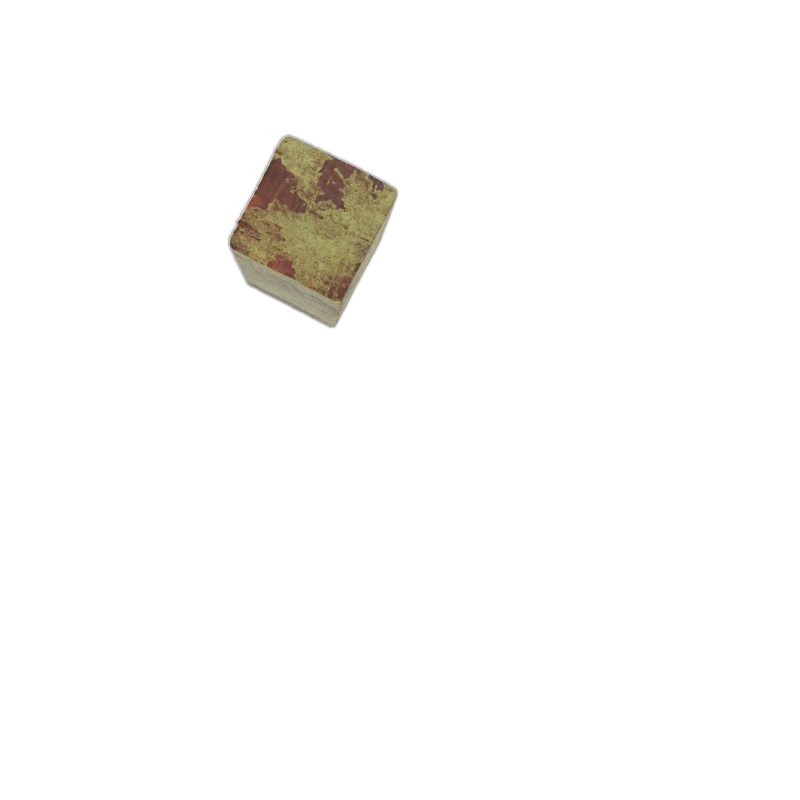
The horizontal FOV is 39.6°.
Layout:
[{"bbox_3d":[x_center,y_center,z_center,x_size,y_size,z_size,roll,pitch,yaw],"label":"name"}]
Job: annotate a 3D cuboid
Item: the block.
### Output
[{"bbox_3d":[-0.067,-0.122,0.854,0.090,0.091,0.204,27,-4,-2],"label":"block"}]
